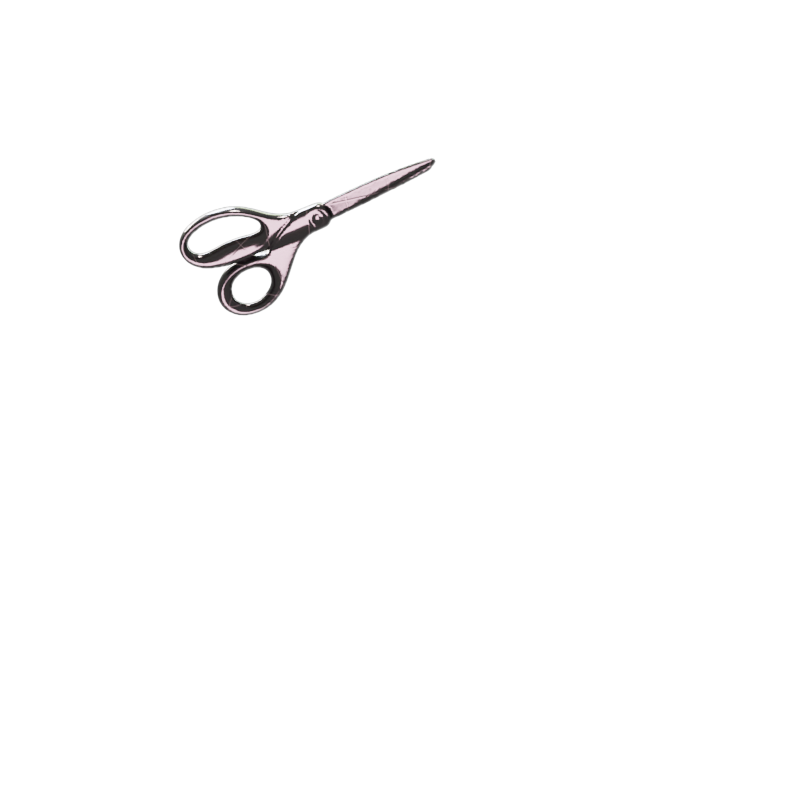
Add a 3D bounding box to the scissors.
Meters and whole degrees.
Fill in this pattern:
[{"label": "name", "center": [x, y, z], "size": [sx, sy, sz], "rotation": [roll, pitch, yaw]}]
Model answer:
[{"label": "scissors", "center": [-0.066, -0.120, 0.842], "size": [0.202, 0.091, 0.017], "rotation": [-10, 22, 4]}]
